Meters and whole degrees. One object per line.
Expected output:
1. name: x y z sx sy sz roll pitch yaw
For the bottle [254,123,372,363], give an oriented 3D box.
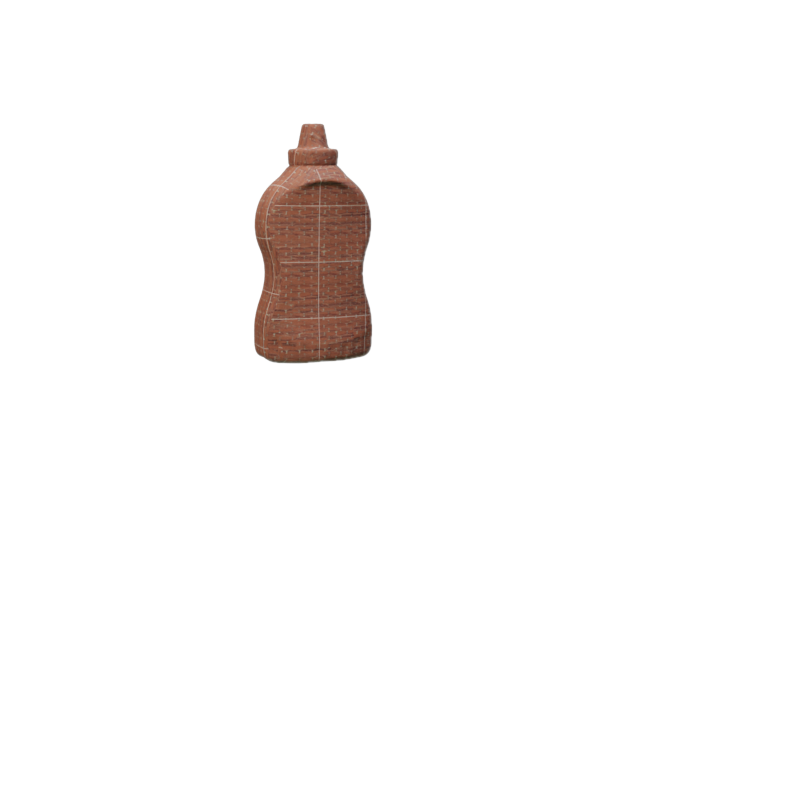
1. bottle: -0.071 -0.130 0.907 0.094 0.189 0.061 -2 6 -21
